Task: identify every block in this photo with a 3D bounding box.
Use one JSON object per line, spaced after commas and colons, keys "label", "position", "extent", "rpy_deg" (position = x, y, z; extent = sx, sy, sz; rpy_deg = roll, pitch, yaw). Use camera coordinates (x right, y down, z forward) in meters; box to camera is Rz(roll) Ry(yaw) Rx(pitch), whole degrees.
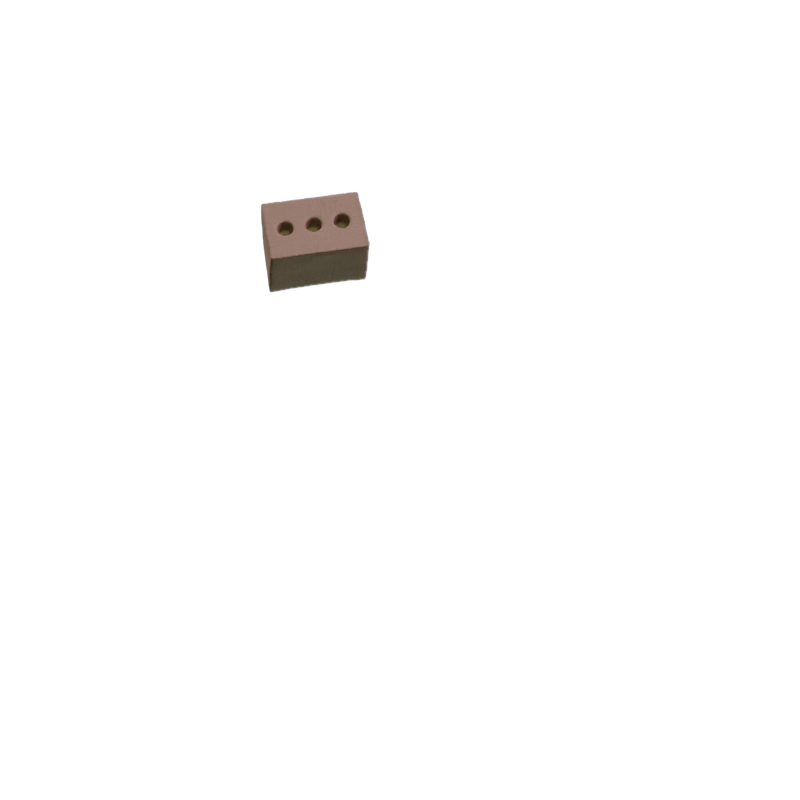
{"label": "block", "position": [-0.067, -0.123, 0.861], "extent": [0.077, 0.056, 0.048], "rpy_deg": [-9, -28, -6]}
